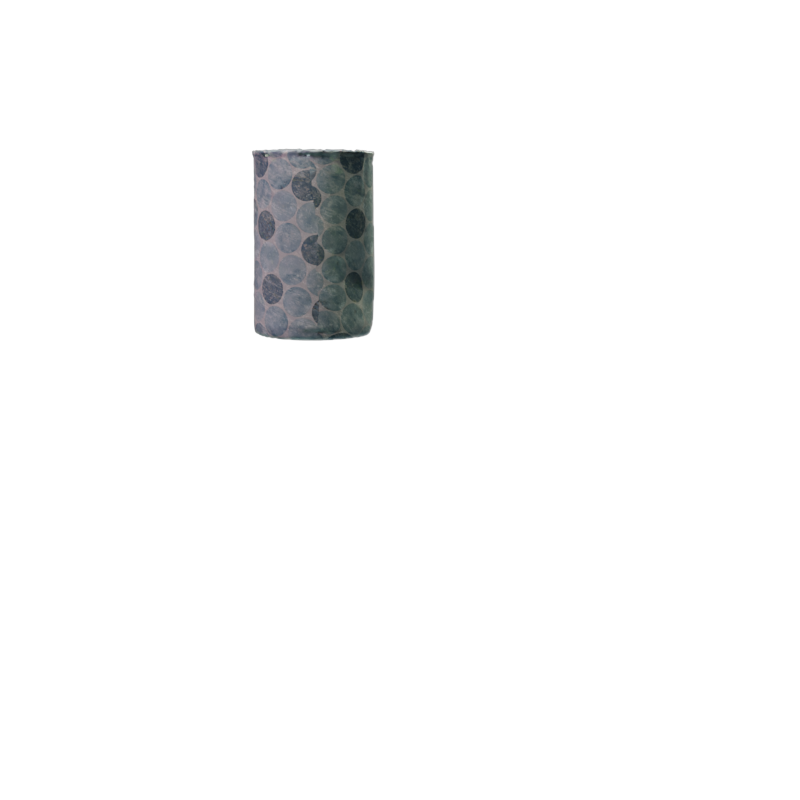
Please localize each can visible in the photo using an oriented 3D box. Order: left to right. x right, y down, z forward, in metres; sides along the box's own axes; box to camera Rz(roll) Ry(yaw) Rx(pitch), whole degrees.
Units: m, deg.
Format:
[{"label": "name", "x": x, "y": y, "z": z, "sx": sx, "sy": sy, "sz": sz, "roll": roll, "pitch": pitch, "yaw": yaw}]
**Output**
[{"label": "can", "x": -0.048, "y": -0.088, "z": 0.619, "sx": 0.068, "sy": 0.101, "sz": 0.070, "roll": 0, "pitch": 6, "yaw": -2}]
